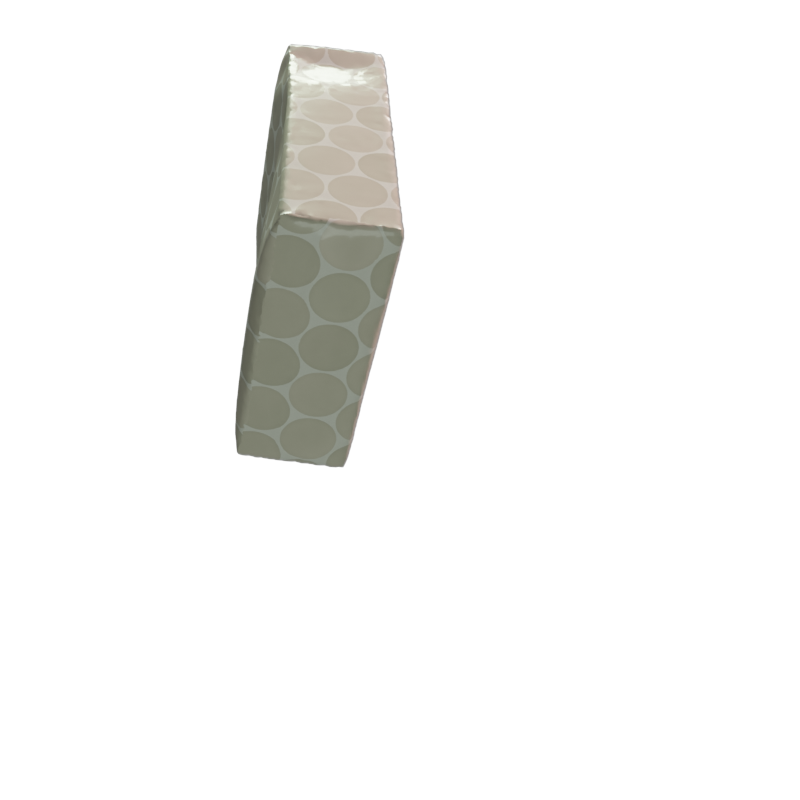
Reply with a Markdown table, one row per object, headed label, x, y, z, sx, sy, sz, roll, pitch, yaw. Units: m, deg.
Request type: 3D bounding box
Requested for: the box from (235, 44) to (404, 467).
| label | x | y | z | sx | sy | sz | roll | pitch | yaw |
| --- | --- | --- | --- | --- | --- | --- | --- | --- | --- |
| box | -0.052 | -0.095 | 0.666 | 0.071 | 0.155 | 0.229 | 7 | 37 | -10 |
